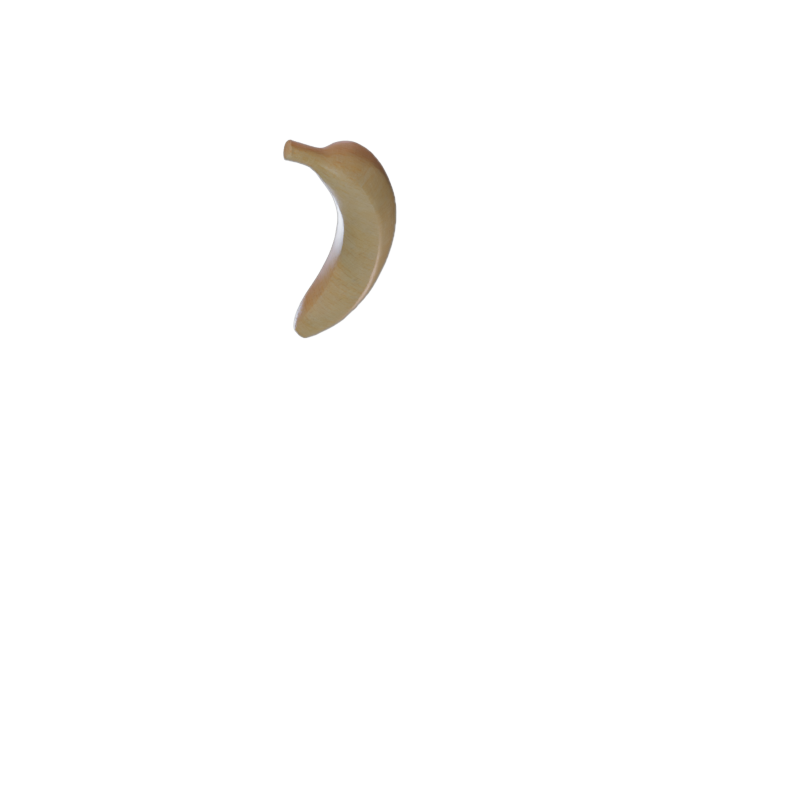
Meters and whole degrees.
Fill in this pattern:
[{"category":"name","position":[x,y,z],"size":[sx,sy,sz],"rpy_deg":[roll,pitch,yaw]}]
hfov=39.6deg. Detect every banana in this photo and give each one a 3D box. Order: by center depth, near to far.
[{"category":"banana","position":[-0.038,-0.105,0.719],"size":[0.069,0.039,0.185],"rpy_deg":[0,-35,-2]}]
